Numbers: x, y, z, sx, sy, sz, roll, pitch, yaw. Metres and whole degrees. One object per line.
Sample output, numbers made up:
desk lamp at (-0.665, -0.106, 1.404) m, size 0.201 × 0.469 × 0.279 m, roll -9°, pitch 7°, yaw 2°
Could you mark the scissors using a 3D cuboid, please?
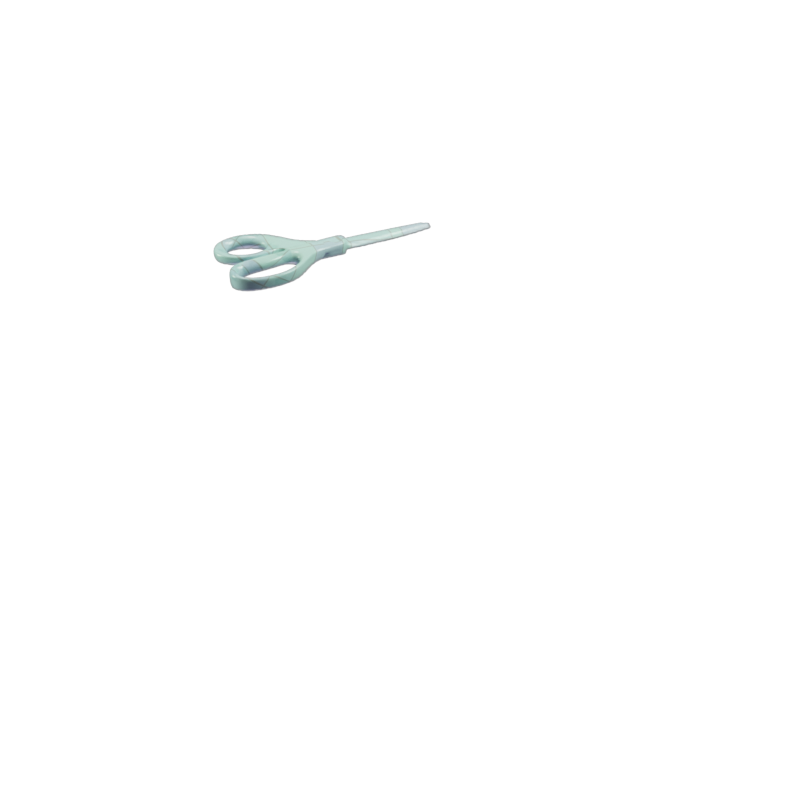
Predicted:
scissors at (-0.075, -0.138, 0.964) m, size 0.102 × 0.015 × 0.200 m, roll 26°, pitch 40°, yaw 37°
